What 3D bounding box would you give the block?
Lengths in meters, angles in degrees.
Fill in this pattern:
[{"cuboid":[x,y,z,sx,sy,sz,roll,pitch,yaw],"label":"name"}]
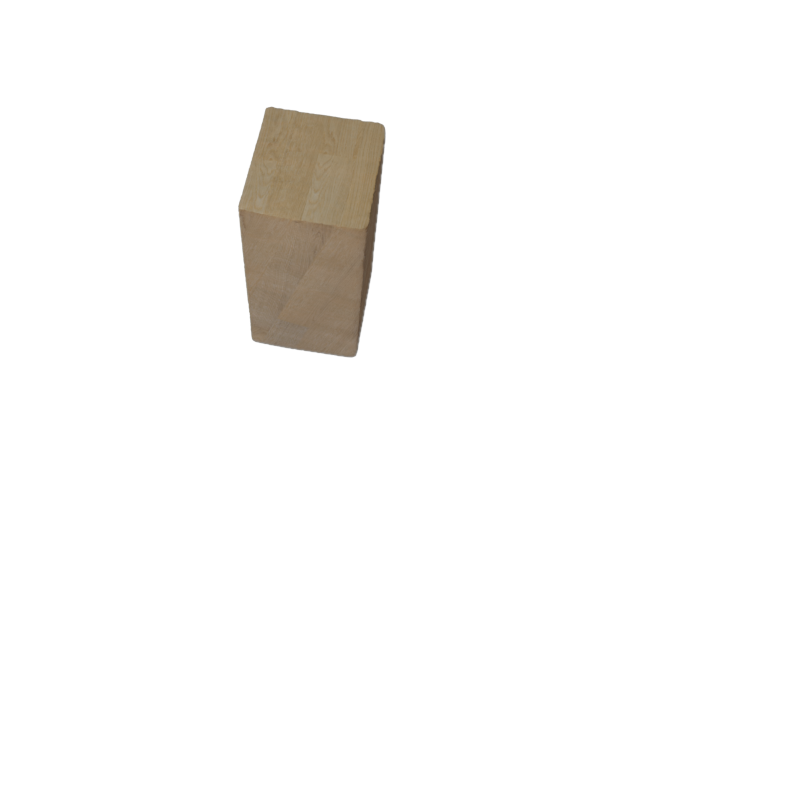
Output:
[{"cuboid":[-0.066,-0.121,0.847,0.091,0.095,0.195,10,-26,1],"label":"block"}]
